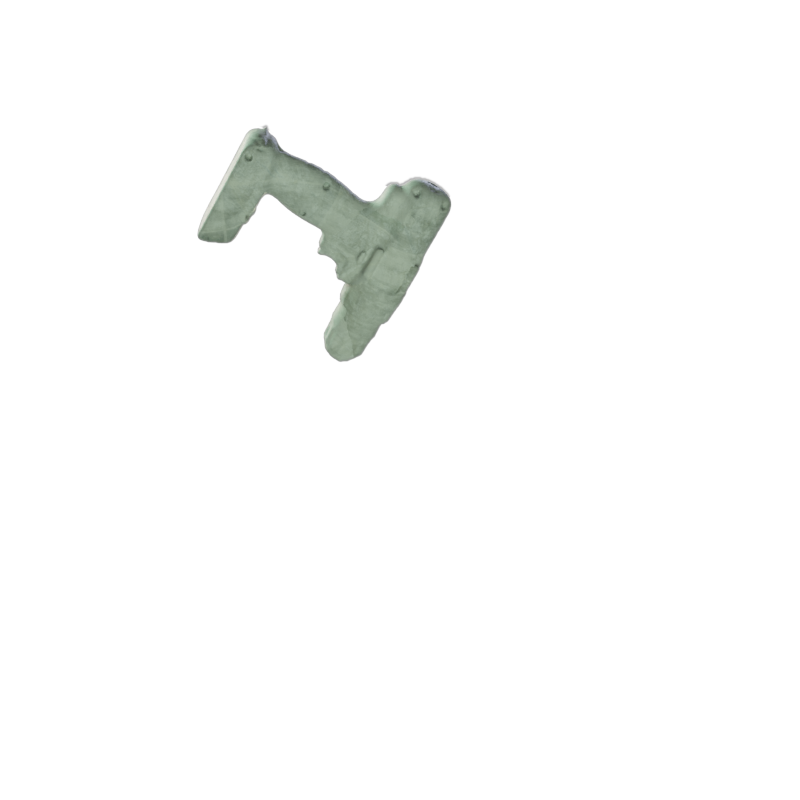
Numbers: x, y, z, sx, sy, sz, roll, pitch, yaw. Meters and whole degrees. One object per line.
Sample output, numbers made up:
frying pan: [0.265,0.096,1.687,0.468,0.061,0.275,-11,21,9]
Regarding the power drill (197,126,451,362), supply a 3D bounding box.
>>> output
power drill: [-0.074,-0.136,0.952,0.183,0.179,0.061,25,23,-12]
